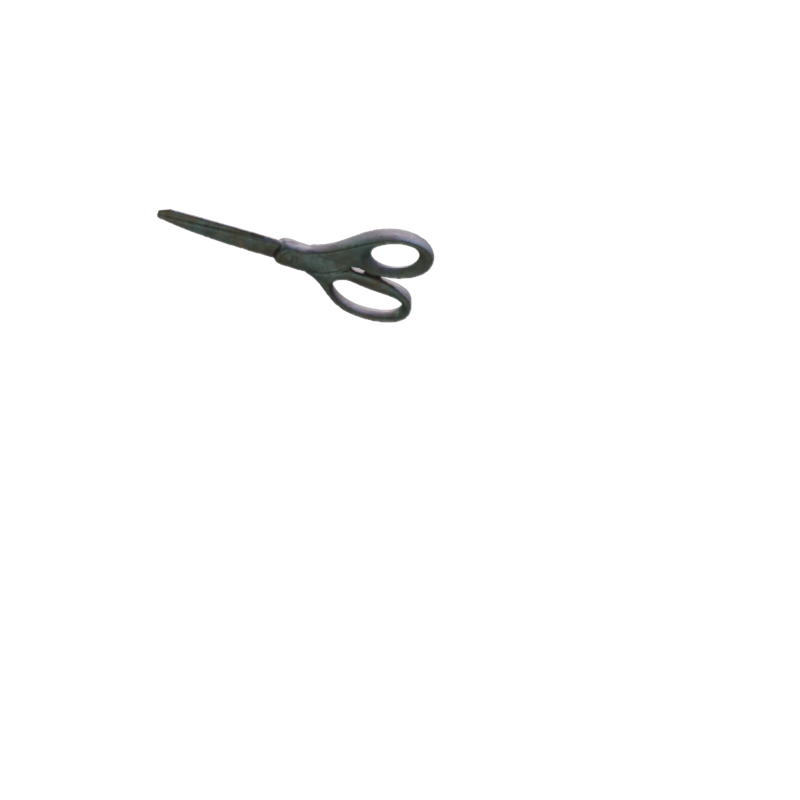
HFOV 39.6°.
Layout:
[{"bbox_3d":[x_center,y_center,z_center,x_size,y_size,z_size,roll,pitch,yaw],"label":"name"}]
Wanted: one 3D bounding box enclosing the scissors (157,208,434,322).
[{"bbox_3d":[-0.061,-0.111,0.781,0.191,0.017,0.095,28,-49,-28],"label":"scissors"}]
